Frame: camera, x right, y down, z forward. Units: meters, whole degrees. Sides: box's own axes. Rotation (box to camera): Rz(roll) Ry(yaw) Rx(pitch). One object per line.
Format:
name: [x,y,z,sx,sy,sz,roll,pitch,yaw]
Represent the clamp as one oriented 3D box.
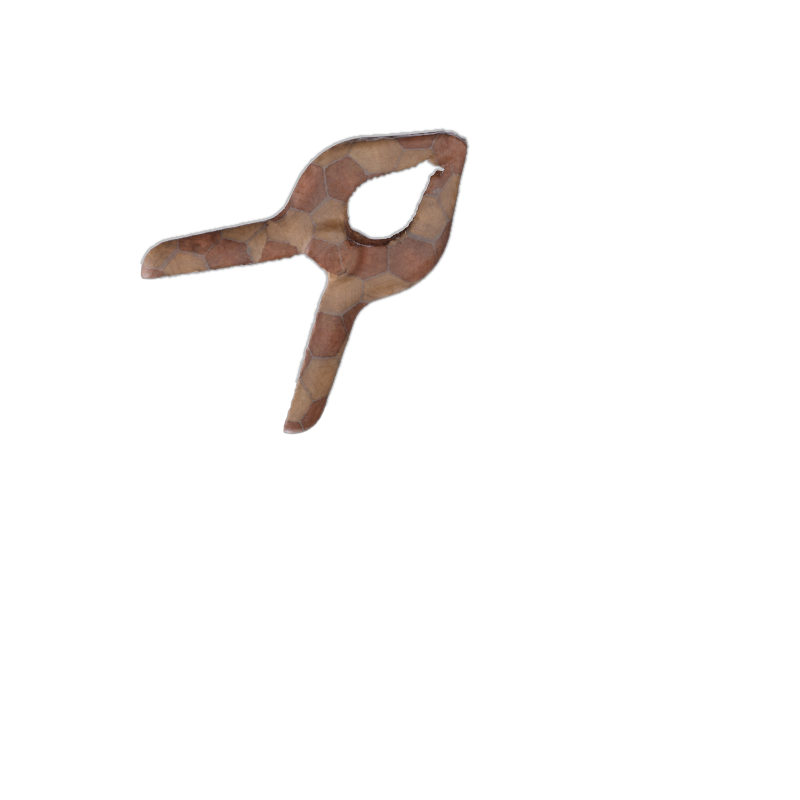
clamp: [-0.043,-0.078,0.546,0.117,0.170,0.040,39,10,-9]
